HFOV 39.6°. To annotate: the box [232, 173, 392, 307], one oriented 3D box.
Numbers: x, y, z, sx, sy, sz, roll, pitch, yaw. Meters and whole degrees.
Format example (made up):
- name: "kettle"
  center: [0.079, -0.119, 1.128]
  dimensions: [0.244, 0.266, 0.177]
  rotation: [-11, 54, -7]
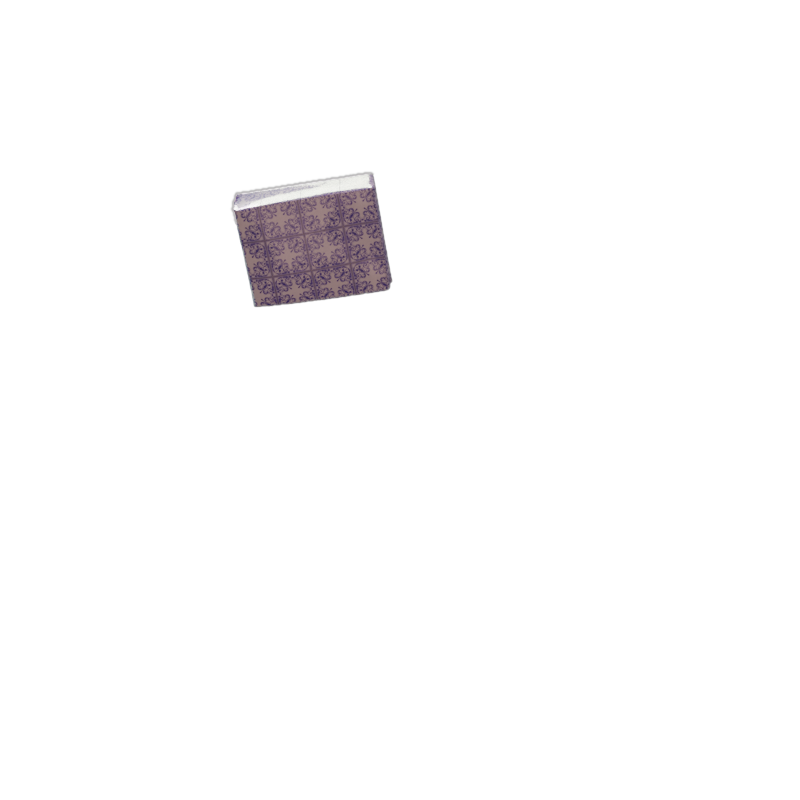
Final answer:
- name: "box"
  center: [-0.069, -0.125, 0.875]
  dimensions: [0.114, 0.085, 0.041]
  rotation: [-8, 24, 3]
